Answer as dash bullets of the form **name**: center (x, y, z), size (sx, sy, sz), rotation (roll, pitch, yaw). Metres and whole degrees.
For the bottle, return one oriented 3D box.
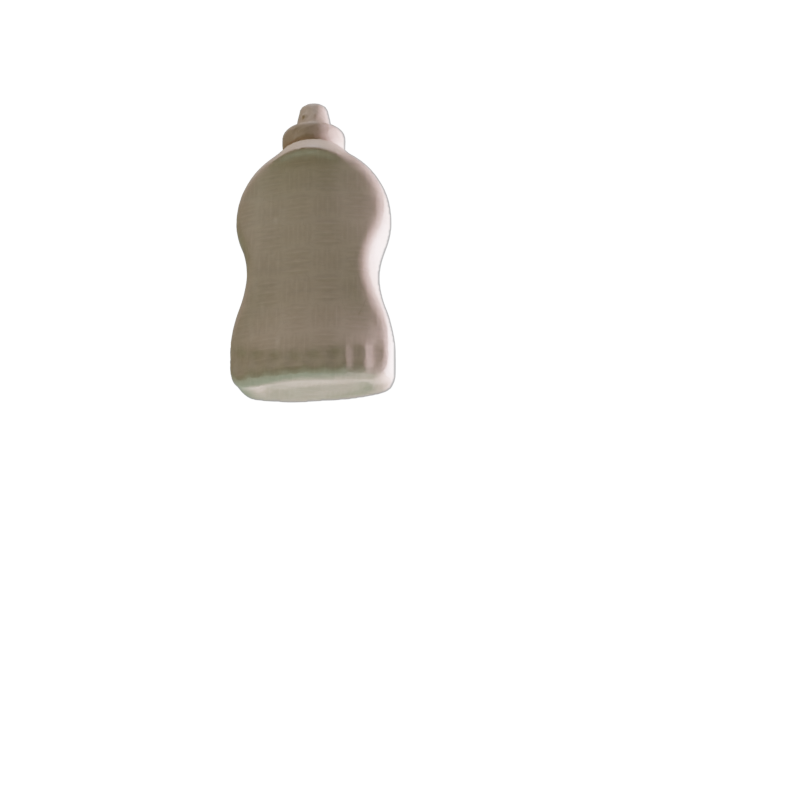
- **bottle**: center (-0.054, -0.098, 0.688), size (0.097, 0.202, 0.055), rotation (-6, -23, 10)
